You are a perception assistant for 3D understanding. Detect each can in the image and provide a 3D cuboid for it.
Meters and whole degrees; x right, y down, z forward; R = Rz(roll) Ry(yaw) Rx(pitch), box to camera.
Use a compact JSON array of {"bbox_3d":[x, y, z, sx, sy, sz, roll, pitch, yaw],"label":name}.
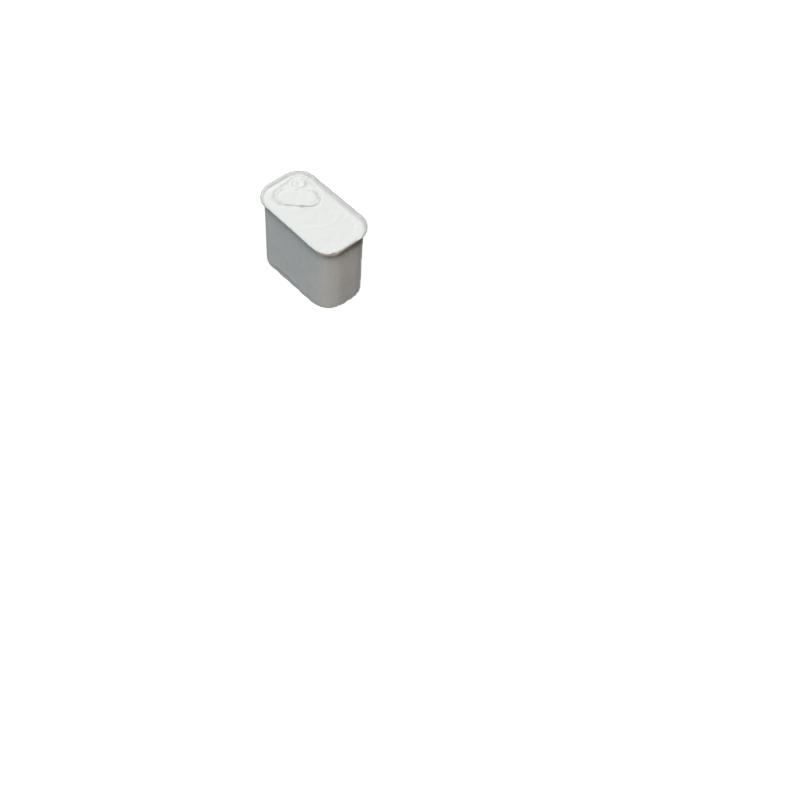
[{"bbox_3d":[-0.078,-0.143,1.000,0.058,0.078,0.109,-34,60,-25],"label":"can"}]
